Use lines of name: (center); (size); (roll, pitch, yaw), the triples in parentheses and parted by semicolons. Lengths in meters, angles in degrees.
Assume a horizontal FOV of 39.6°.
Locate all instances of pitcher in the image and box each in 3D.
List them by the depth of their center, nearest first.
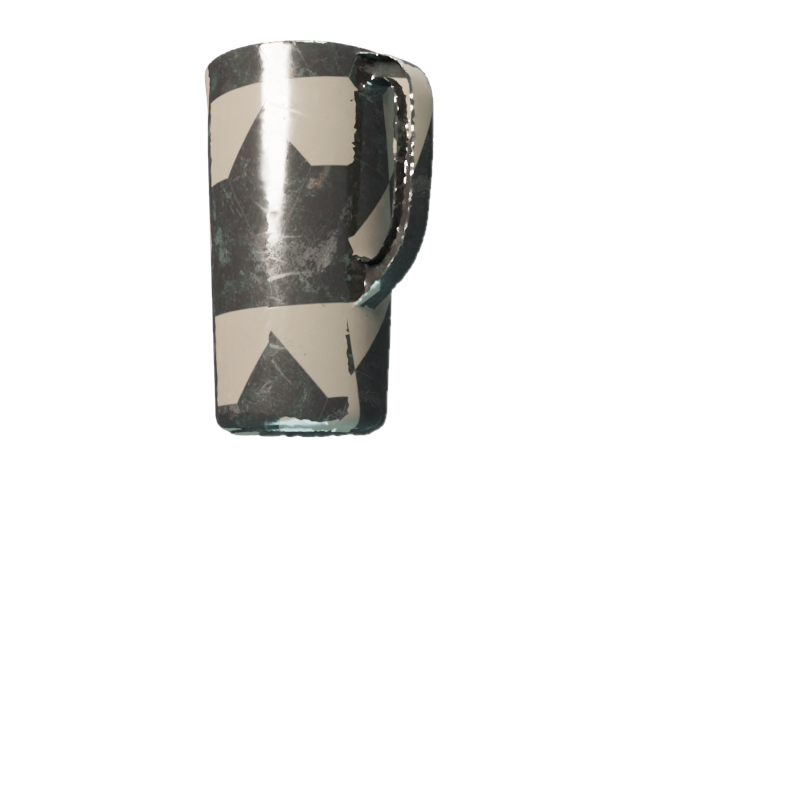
pitcher: (-0.056, -0.101, 0.711); (0.145, 0.250, 0.146); (0, -10, -2)
